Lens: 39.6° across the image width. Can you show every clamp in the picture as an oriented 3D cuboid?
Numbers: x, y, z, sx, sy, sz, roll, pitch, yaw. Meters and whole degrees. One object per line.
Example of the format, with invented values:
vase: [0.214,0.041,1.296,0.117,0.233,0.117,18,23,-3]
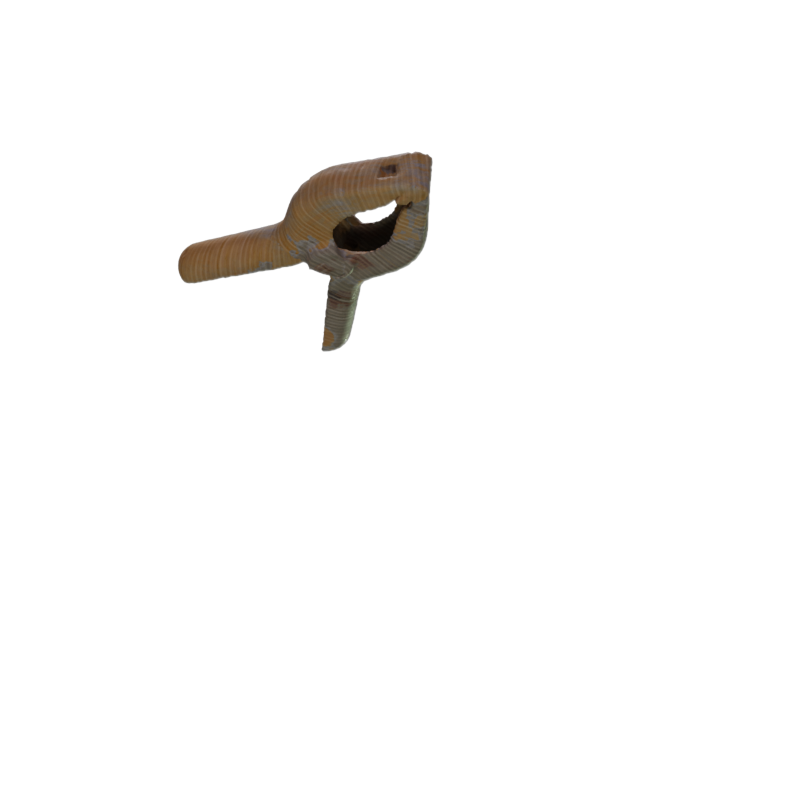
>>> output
clamp: [-0.050,-0.091,0.636,0.115,0.042,0.167,17,-38,-24]
